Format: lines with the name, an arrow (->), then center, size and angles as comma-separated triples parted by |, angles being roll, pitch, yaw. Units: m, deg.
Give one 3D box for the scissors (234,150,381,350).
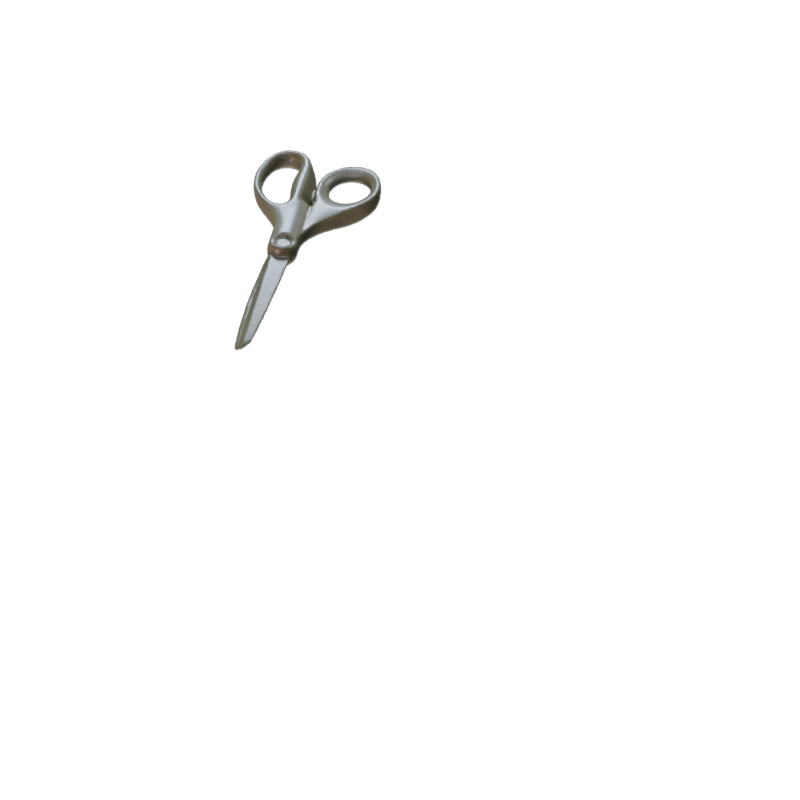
scissors -> -0.056, -0.101, 0.710 | 0.096, 0.015, 0.217 | -3, 42, -3
